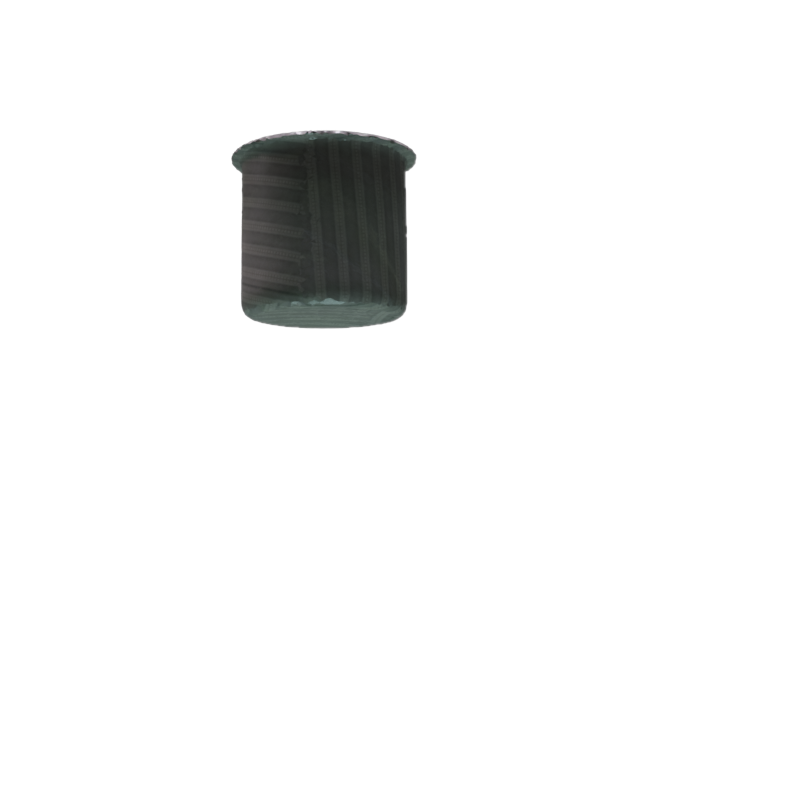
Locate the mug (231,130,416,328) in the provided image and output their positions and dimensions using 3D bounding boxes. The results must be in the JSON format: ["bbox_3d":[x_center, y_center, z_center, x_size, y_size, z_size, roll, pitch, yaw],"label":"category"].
[{"bbox_3d":[-0.044,-0.080,0.559,0.090,0.084,0.119,4,-9,-29],"label":"mug"}]
